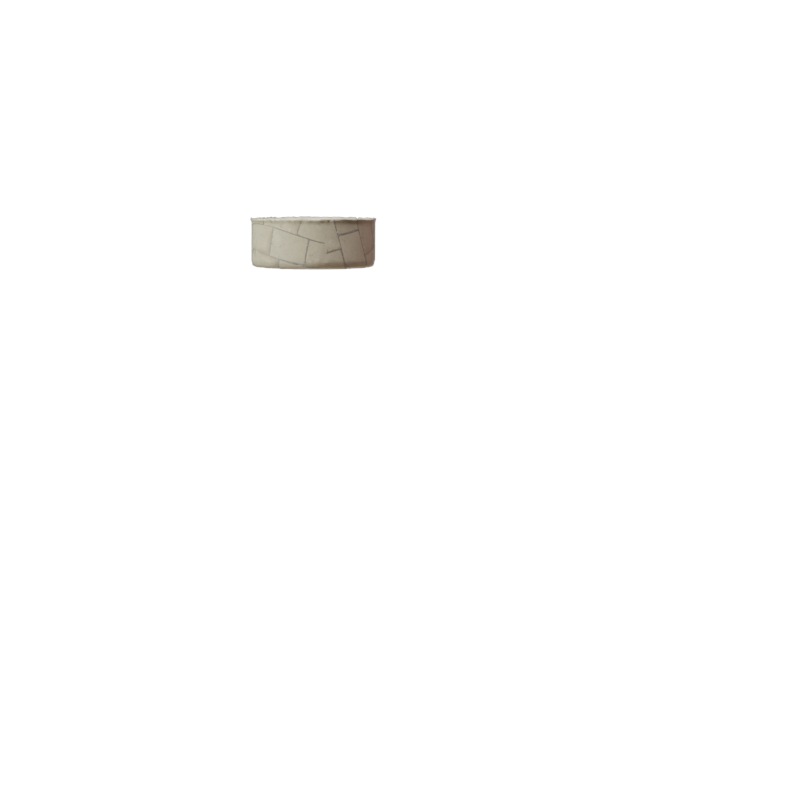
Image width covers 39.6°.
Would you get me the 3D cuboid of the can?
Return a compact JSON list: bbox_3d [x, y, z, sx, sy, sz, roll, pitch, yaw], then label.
[{"bbox_3d":[-0.059,-0.108,0.756,0.086,0.033,0.087,0,9,-2],"label":"can"}]
